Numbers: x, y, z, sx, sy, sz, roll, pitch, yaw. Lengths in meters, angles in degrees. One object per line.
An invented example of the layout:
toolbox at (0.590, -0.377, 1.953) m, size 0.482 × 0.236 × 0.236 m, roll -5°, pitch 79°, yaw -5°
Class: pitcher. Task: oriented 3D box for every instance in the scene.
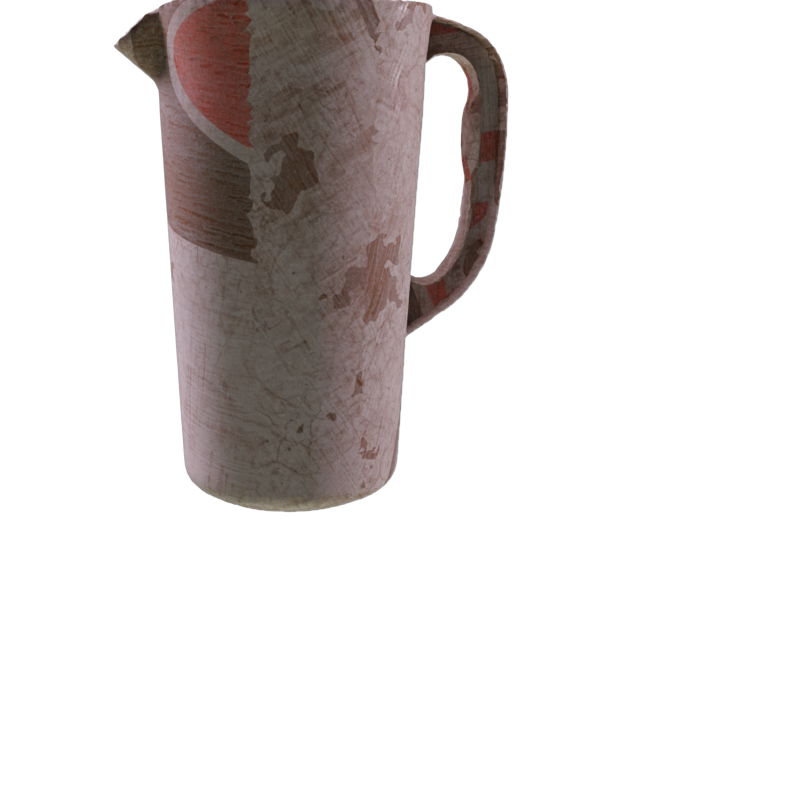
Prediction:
pitcher at (-0.043, -0.078, 0.545) m, size 0.156 × 0.237 × 0.142 m, roll 8°, pitch 14°, yaw 32°
